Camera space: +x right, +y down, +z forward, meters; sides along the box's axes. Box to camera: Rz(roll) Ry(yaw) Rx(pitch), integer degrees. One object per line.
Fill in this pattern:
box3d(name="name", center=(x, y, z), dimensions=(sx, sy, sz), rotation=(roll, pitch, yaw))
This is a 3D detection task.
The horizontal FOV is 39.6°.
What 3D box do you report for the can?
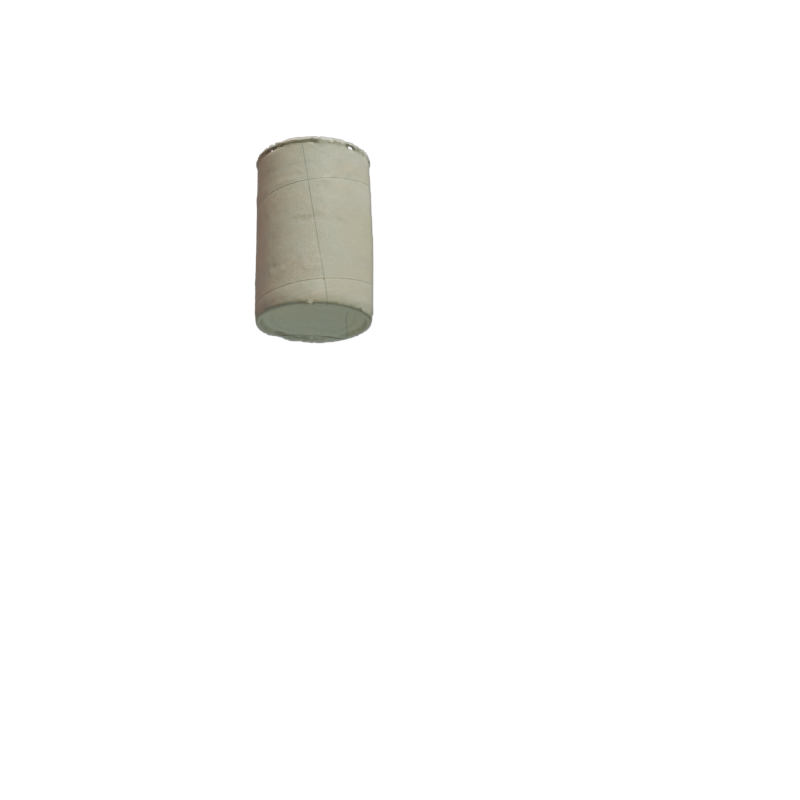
box3d(name="can", center=(-0.050, -0.091, 0.639), dimensions=(0.068, 0.107, 0.065), rotation=(0, -21, -2))
